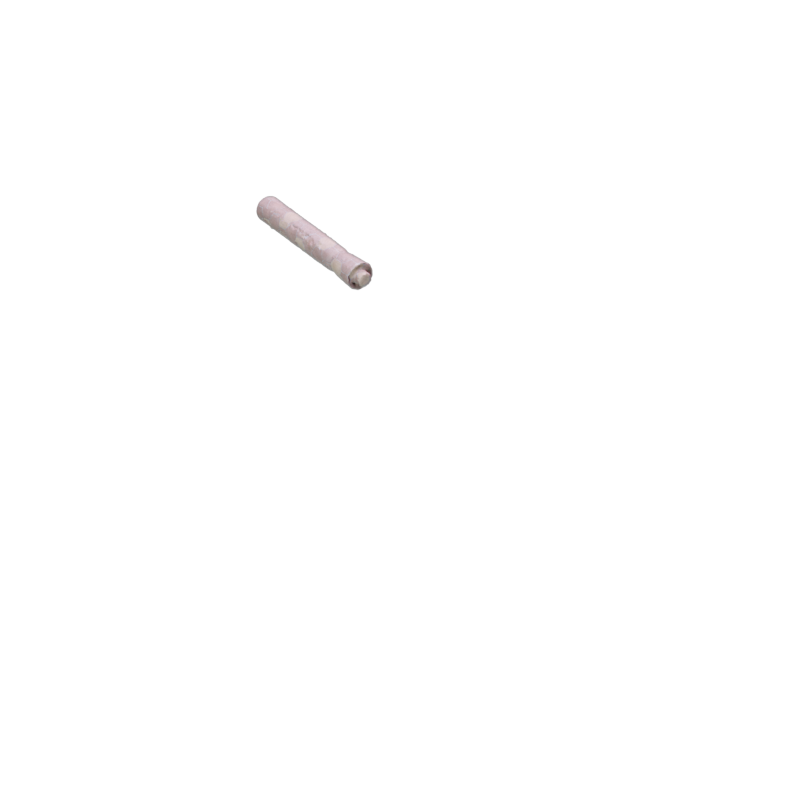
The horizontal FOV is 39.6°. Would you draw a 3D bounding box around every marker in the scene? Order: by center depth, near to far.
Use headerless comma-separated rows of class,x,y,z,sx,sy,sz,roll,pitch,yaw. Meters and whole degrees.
marker,-0.057,-0.103,0.722,0.019,0.019,0.130,-3,29,-36
